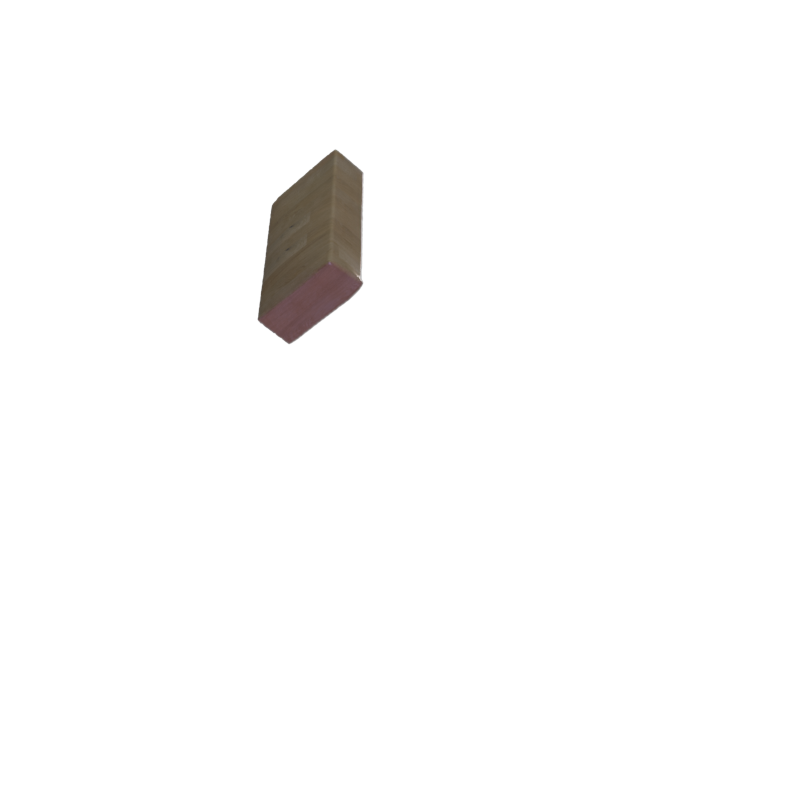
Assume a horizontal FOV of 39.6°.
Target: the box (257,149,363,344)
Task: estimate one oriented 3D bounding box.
[{"bbox_3d":[-0.078,-0.142,0.993,0.092,0.189,0.045,-36,-55,26],"label":"box"}]
